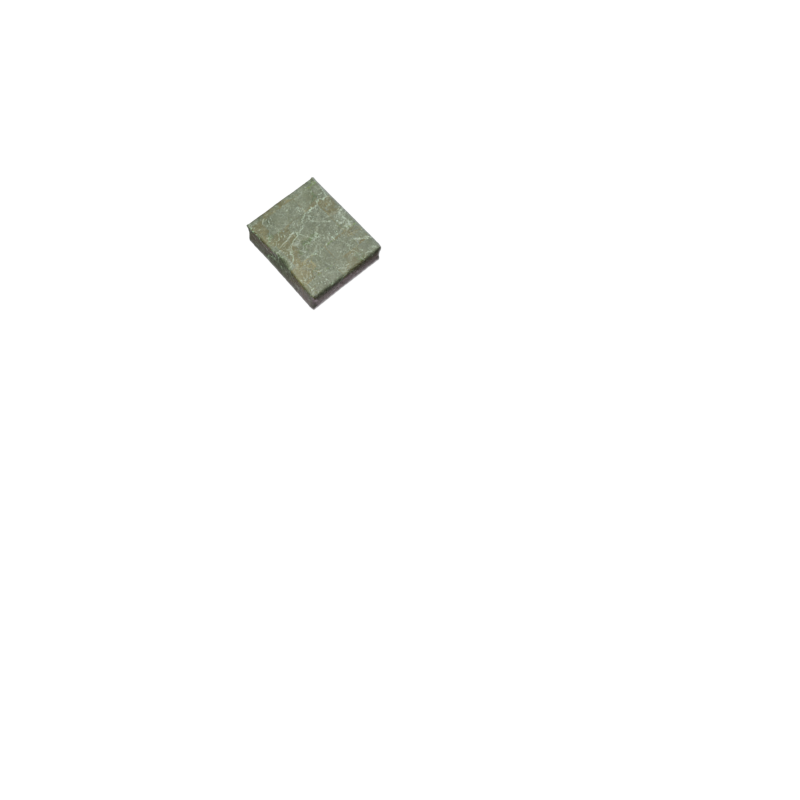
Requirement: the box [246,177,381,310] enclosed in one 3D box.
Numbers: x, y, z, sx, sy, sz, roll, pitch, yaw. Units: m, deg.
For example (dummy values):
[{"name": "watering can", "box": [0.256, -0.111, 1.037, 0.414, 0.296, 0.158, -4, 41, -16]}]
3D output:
[{"name": "box", "box": [-0.072, -0.132, 0.921, 0.073, 0.094, 0.029, -38, -19, -16]}]
